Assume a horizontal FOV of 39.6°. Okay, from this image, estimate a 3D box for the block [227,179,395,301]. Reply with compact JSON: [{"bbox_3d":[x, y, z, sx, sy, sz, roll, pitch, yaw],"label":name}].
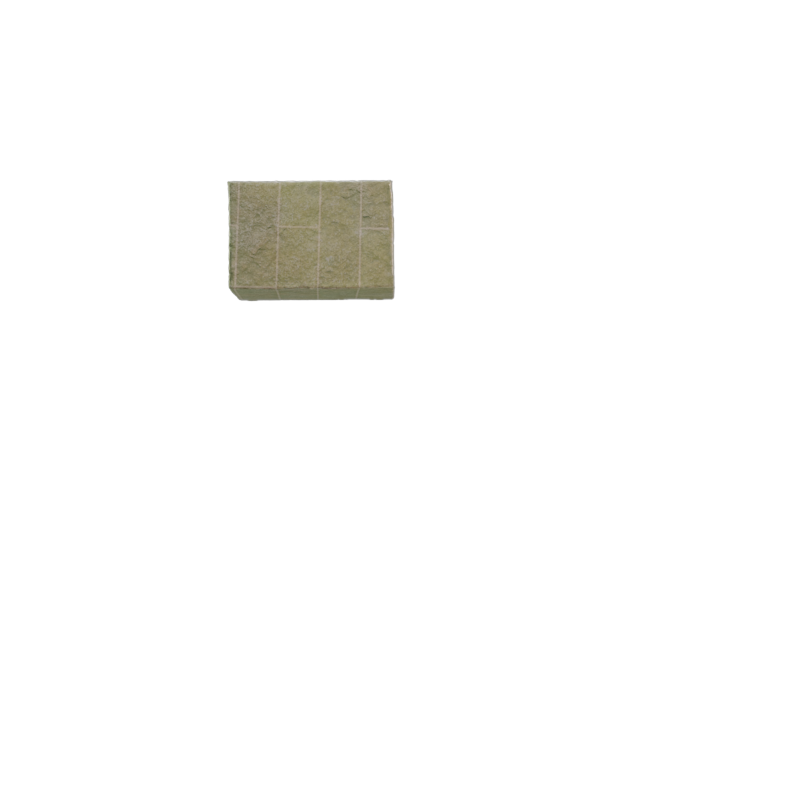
[{"bbox_3d":[-0.041,-0.075,0.525,0.078,0.052,0.052,0,-5,0],"label":"block"}]
